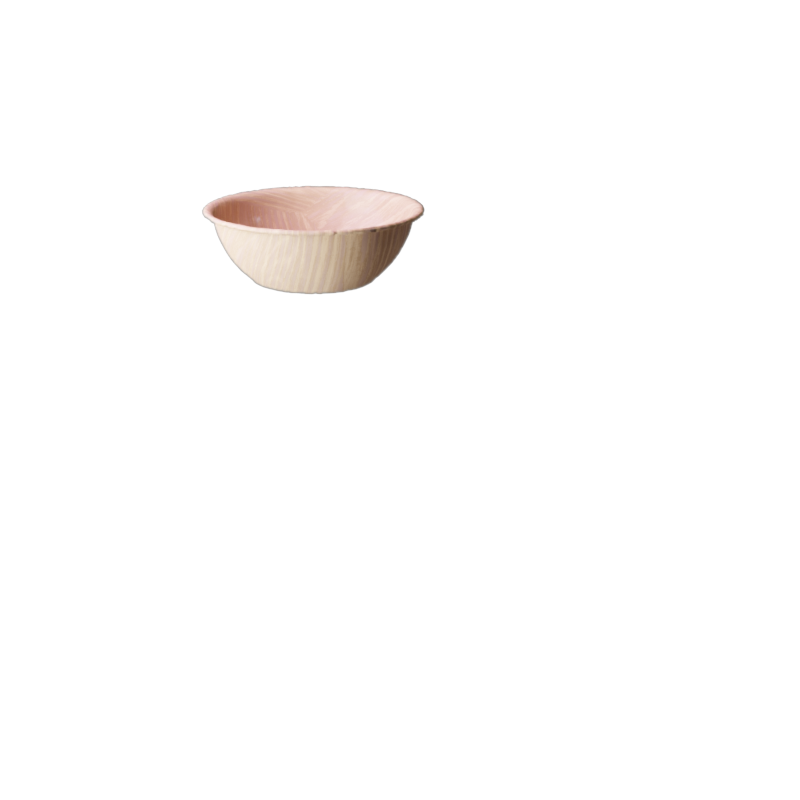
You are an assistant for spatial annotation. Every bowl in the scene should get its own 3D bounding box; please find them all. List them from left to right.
[{"bbox_3d":[-0.064,-0.116,0.814,0.162,0.053,0.169,-1,20,-2],"label":"bowl"}]
